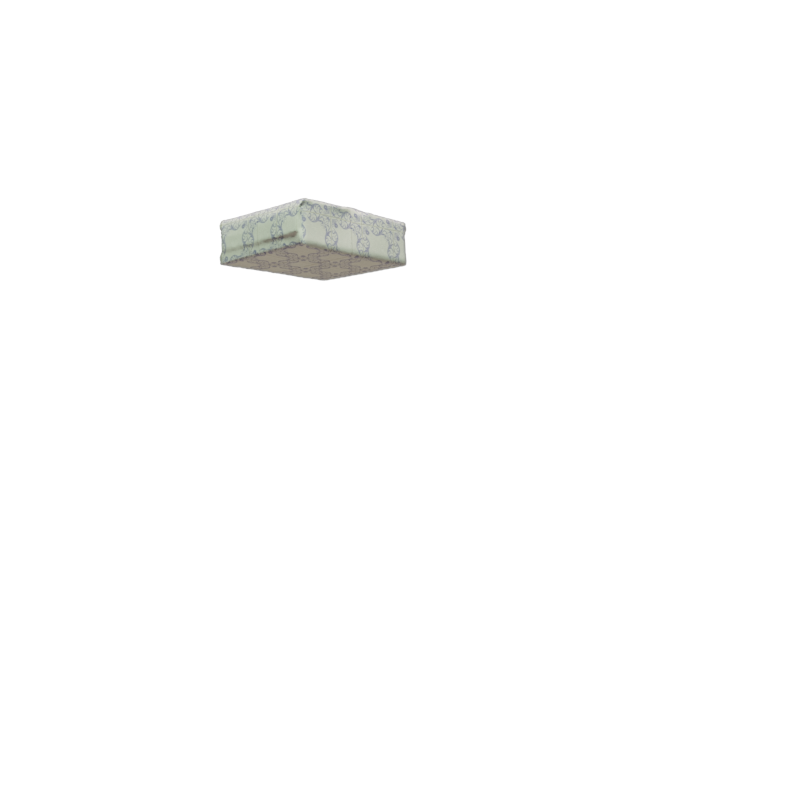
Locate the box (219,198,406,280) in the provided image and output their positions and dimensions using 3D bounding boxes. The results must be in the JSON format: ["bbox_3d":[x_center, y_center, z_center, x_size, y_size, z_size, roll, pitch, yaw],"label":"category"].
[{"bbox_3d":[-0.052,-0.095,0.664,0.075,0.031,0.085,-6,-8,45],"label":"box"}]
